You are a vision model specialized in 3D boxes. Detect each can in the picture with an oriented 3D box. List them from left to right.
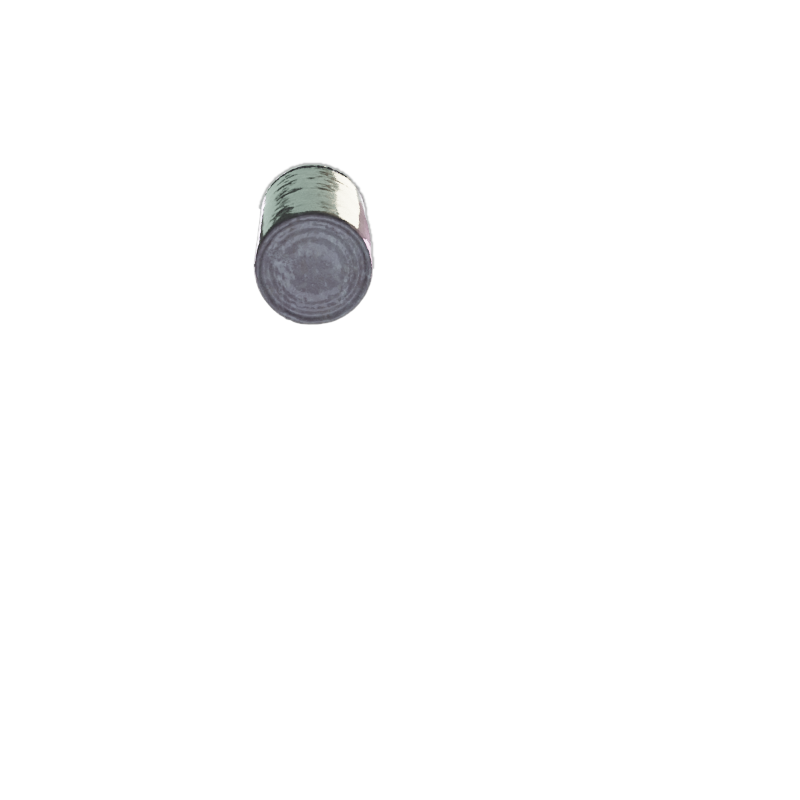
[{"bbox_3d":[-0.052,-0.094,0.658,0.068,0.065,0.108,0,25,-3],"label":"can"}]
